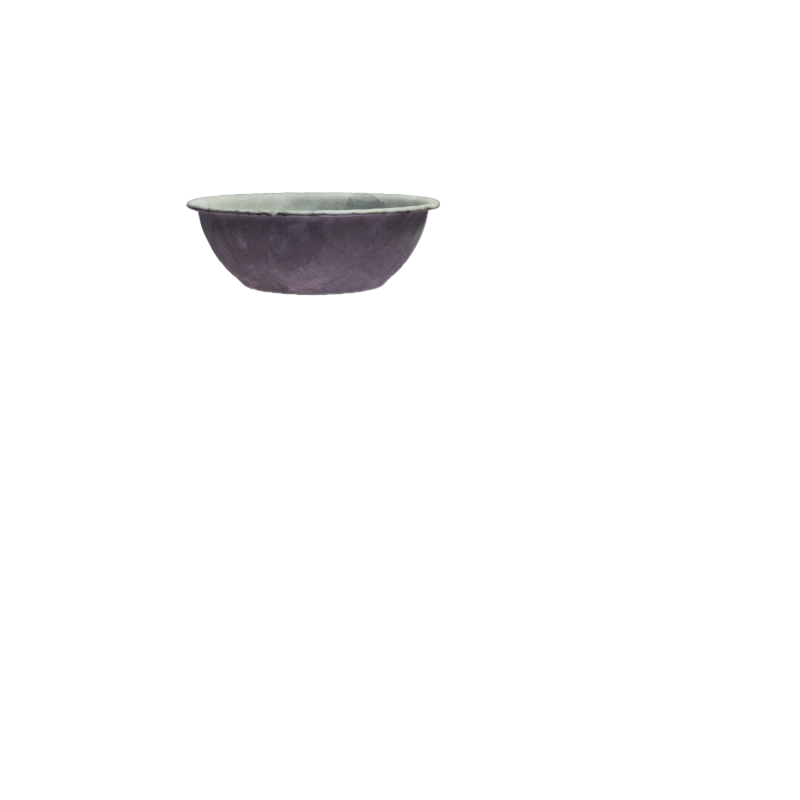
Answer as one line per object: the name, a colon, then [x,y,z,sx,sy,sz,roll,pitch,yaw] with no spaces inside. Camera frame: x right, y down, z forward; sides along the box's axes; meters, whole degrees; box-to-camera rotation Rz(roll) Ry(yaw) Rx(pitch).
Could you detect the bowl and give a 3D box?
bowl: [-0.056,-0.101,0.710,0.162,0.054,0.167,0,14,-2]
